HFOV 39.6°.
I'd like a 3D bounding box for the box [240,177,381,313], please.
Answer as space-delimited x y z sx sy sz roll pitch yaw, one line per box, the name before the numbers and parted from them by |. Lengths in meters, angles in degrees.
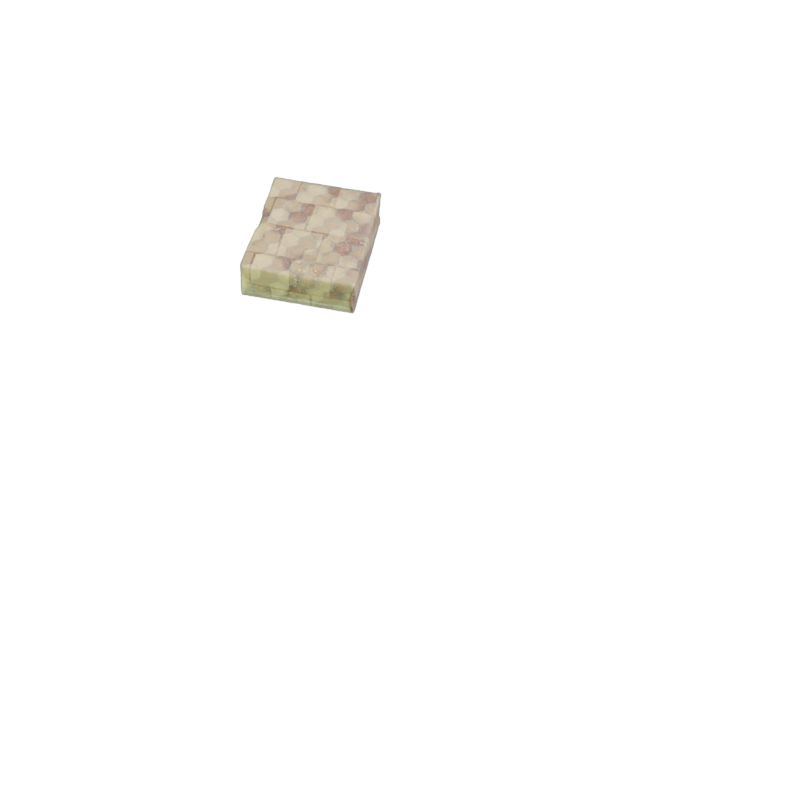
box | -0.055 -0.101 0.707 0.074 0.094 0.028 9 -41 7
